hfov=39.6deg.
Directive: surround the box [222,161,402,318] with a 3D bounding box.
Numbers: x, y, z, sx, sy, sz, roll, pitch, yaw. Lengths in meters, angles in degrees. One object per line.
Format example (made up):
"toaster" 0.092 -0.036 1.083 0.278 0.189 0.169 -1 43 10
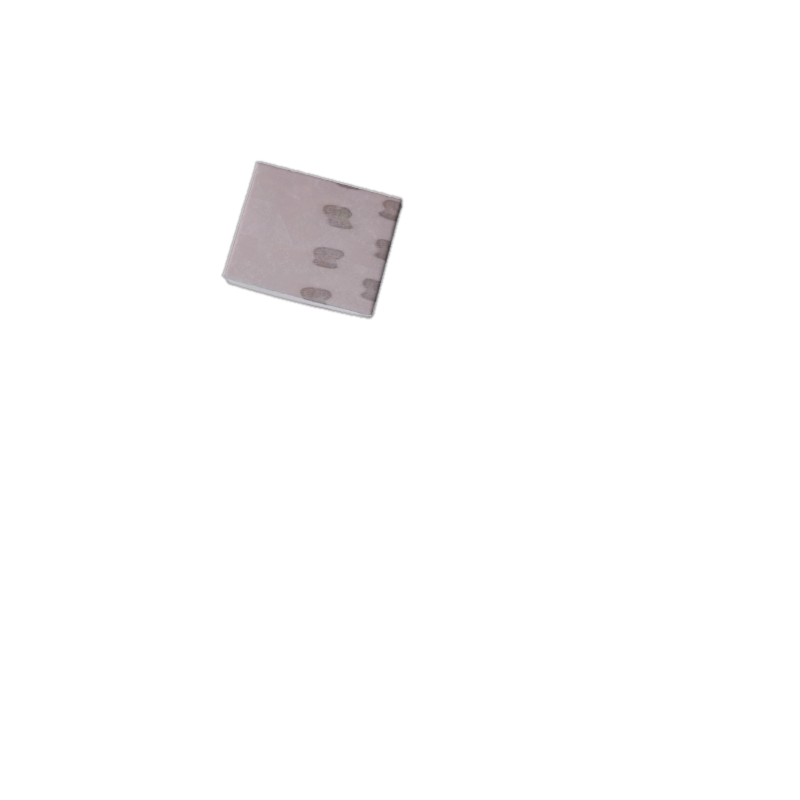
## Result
"box" -0.063 -0.116 0.811 0.114 0.092 0.038 15 -10 2
